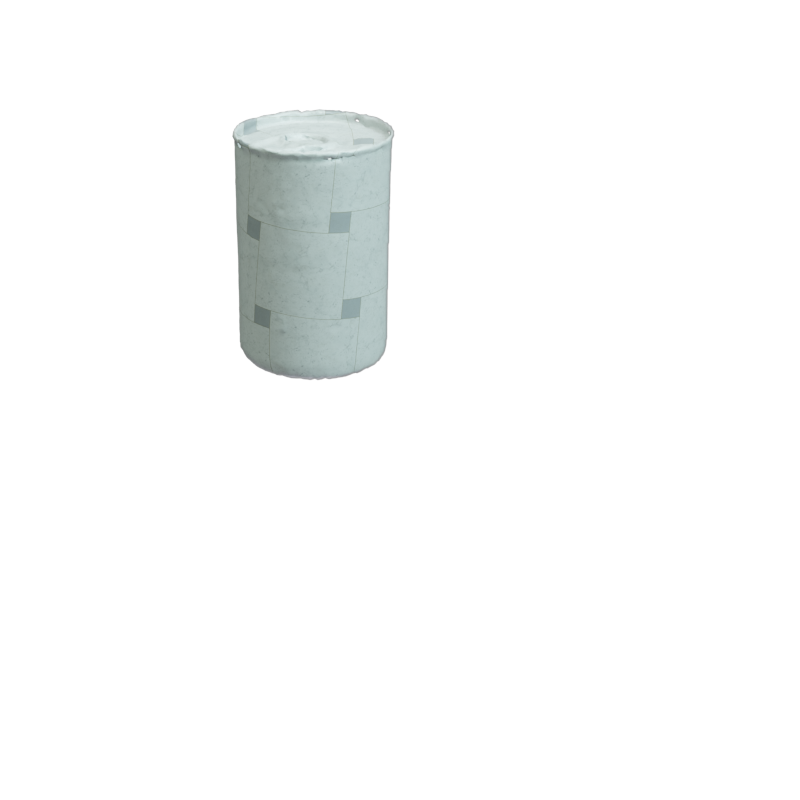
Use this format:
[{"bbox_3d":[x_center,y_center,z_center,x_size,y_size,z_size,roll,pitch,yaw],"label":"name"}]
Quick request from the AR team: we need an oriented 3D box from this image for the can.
[{"bbox_3d":[-0.038,-0.069,0.484,0.068,0.097,0.072,0,24,-2],"label":"can"}]
